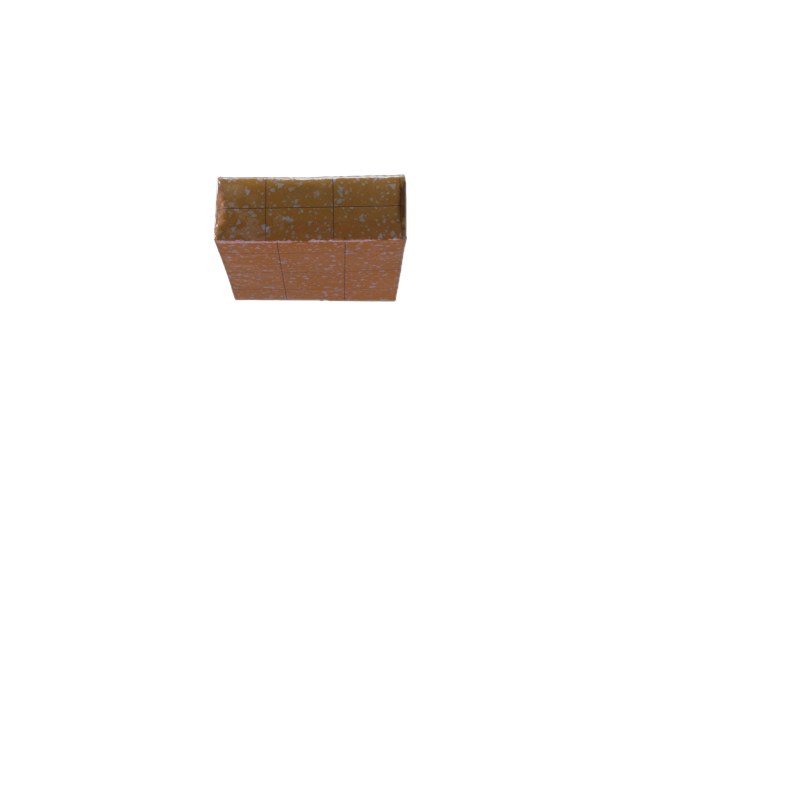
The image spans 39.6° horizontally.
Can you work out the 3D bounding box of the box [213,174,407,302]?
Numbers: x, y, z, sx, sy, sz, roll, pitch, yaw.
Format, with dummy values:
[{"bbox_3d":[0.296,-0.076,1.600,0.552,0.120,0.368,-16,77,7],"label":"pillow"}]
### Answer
[{"bbox_3d":[-0.036,-0.066,0.460,0.073,0.031,0.086,0,-11,-1],"label":"box"}]
